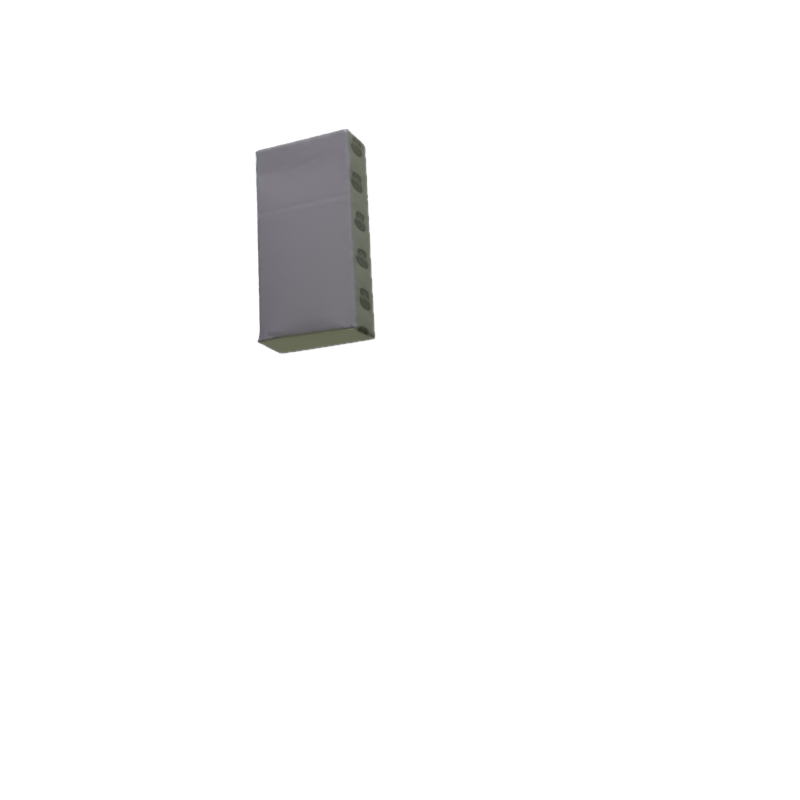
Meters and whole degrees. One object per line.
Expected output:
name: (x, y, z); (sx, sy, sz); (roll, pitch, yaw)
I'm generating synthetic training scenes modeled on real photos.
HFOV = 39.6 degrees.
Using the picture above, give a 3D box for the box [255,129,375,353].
box: (-0.073, -0.134, 0.938); (0.095, 0.185, 0.045); (-10, -22, 24)
